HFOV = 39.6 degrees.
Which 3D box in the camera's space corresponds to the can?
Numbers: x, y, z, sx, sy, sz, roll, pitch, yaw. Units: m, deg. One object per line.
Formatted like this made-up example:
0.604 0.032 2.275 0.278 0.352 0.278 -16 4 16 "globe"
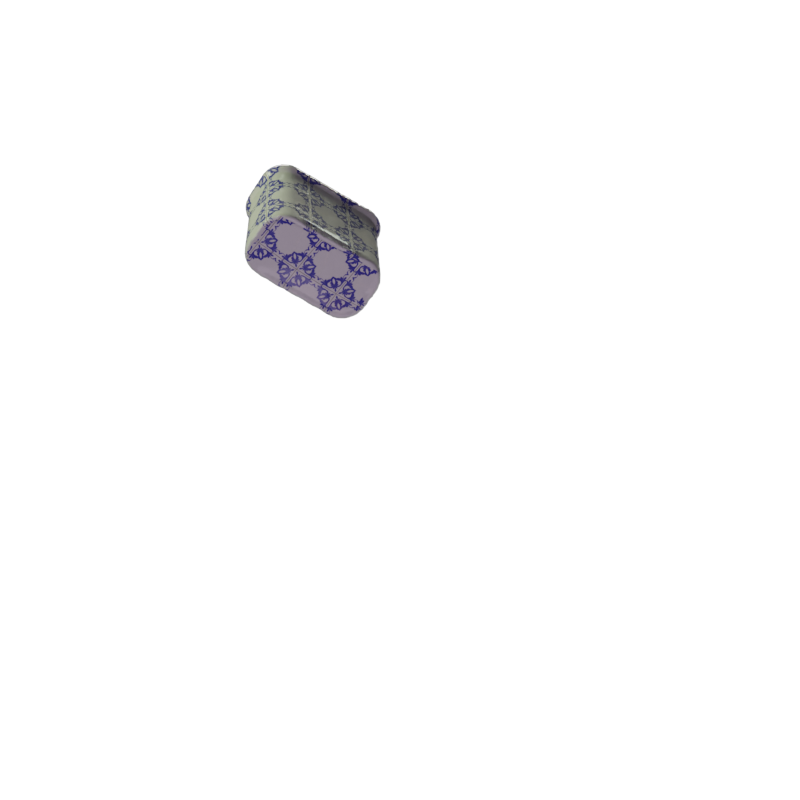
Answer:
-0.063 -0.115 0.807 0.098 0.056 0.089 28 26 -17 "can"
